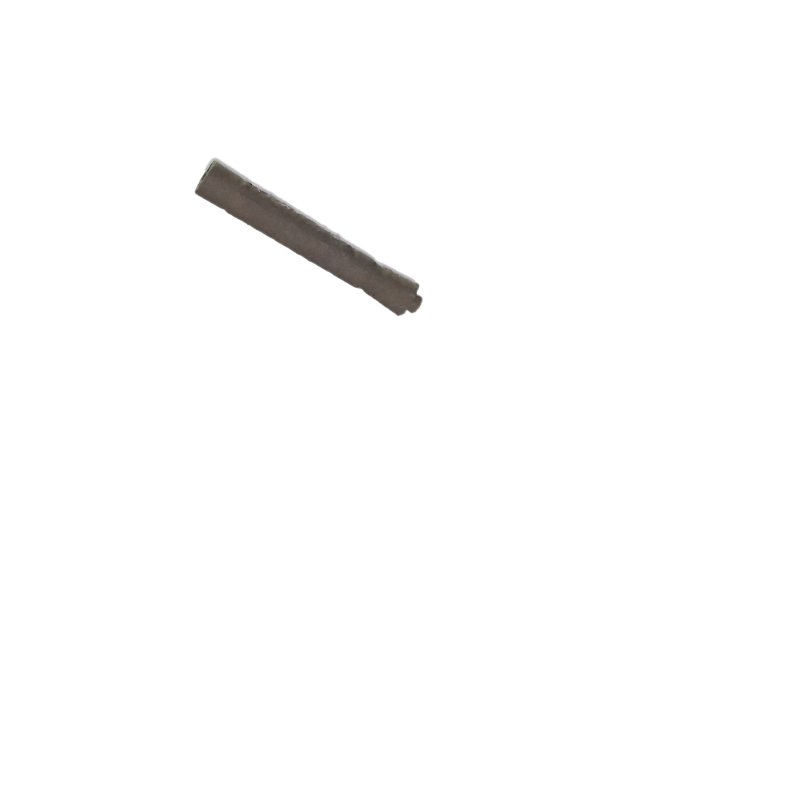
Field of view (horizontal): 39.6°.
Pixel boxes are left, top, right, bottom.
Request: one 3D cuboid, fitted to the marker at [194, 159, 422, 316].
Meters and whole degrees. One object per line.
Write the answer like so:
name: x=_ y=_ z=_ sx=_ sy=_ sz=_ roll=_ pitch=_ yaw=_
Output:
marker: x=-0.041 y=-0.075 z=0.526 sx=0.118 sy=0.020 sz=0.020 roll=30 pitch=-4 yaw=-11
